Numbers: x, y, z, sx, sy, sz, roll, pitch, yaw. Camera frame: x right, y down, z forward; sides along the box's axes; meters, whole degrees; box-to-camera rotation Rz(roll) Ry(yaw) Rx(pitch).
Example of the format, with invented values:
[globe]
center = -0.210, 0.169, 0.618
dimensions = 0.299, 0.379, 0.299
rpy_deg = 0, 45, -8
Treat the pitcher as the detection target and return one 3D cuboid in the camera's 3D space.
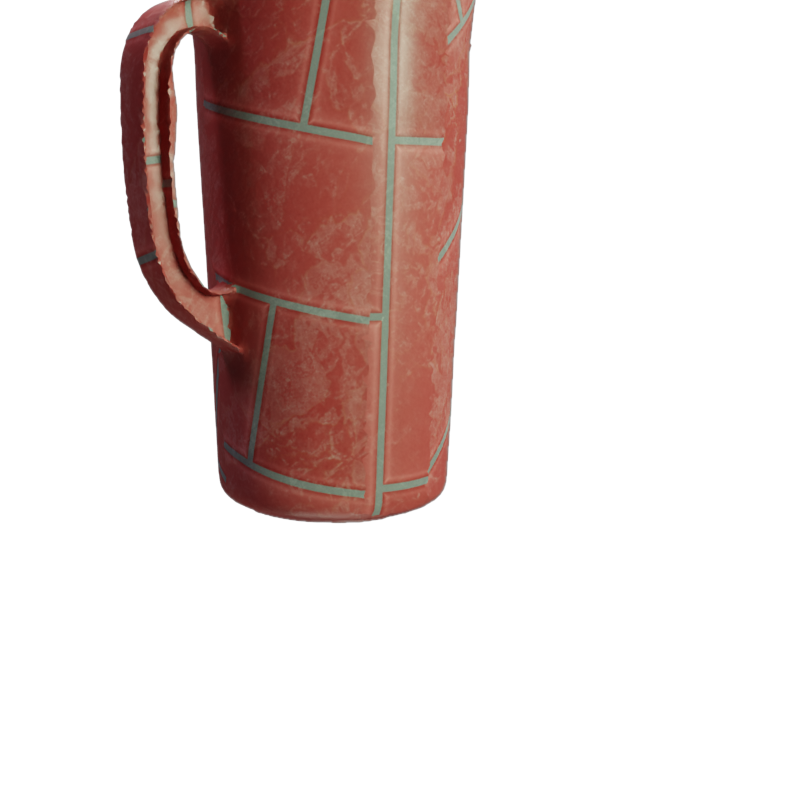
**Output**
[pitcher]
center = -0.040, -0.074, 0.515
dimensions = 0.150, 0.242, 0.145
rpy_deg = 0, 4, 5
